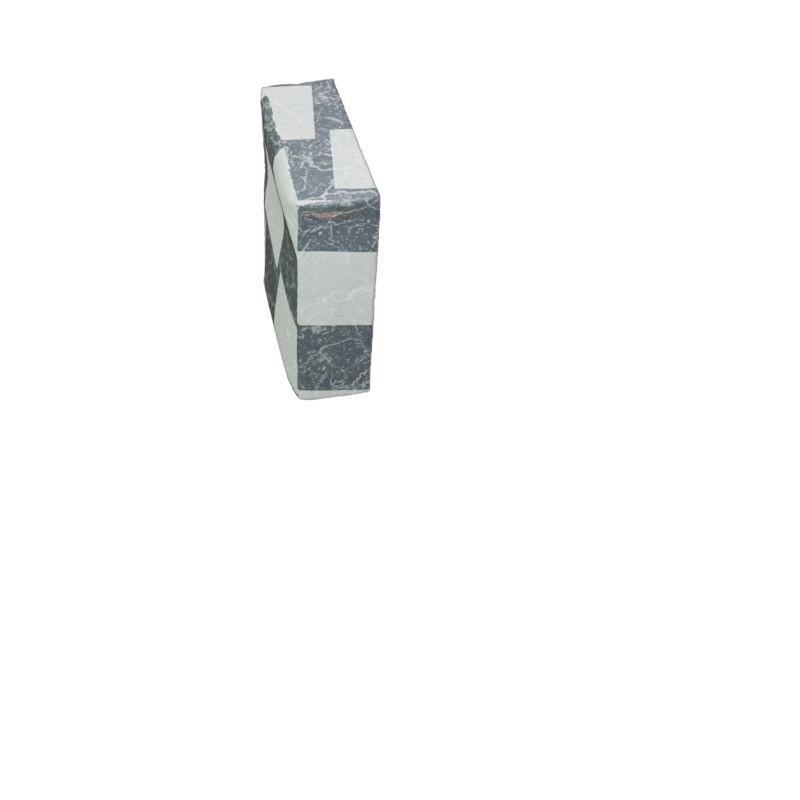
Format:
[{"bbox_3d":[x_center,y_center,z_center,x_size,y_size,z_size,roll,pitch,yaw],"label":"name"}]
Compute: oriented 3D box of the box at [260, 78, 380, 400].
[{"bbox_3d":[-0.072,-0.131,0.920,0.071,0.199,0.178,-8,45,-12],"label":"box"}]
